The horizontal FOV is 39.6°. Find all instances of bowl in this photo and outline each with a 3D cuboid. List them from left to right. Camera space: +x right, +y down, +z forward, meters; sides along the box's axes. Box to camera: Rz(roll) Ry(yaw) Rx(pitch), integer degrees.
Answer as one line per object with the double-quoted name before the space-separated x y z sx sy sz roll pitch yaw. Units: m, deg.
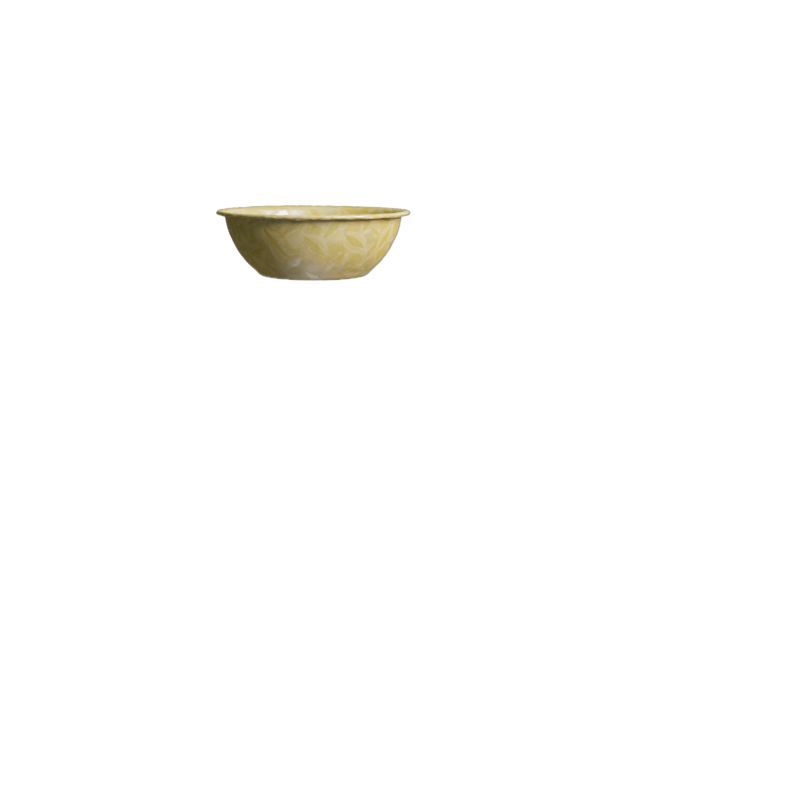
"bowl" -0.072 -0.132 0.925 0.162 0.054 0.166 0 12 -2
